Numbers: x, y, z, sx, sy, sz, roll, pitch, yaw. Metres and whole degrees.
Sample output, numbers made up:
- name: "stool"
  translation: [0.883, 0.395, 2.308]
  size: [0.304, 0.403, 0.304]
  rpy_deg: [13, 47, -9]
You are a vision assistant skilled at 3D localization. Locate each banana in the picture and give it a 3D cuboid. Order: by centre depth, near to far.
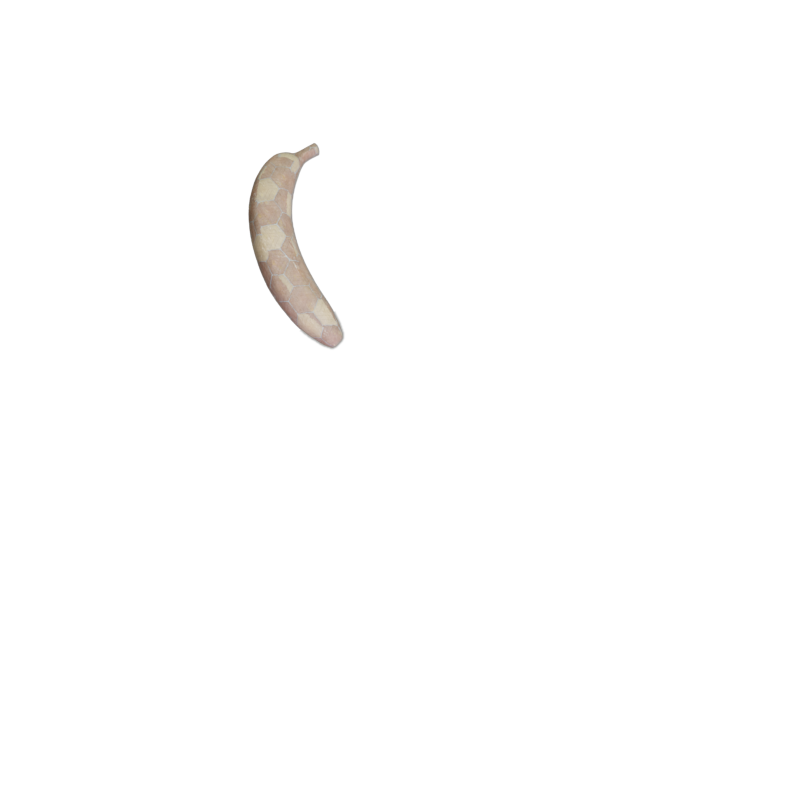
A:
- name: "banana"
  translation: [-0.093, -0.137, 0.945]
  size: [0.069, 0.209, 0.035]
  rpy_deg: [-6, -24, -4]
